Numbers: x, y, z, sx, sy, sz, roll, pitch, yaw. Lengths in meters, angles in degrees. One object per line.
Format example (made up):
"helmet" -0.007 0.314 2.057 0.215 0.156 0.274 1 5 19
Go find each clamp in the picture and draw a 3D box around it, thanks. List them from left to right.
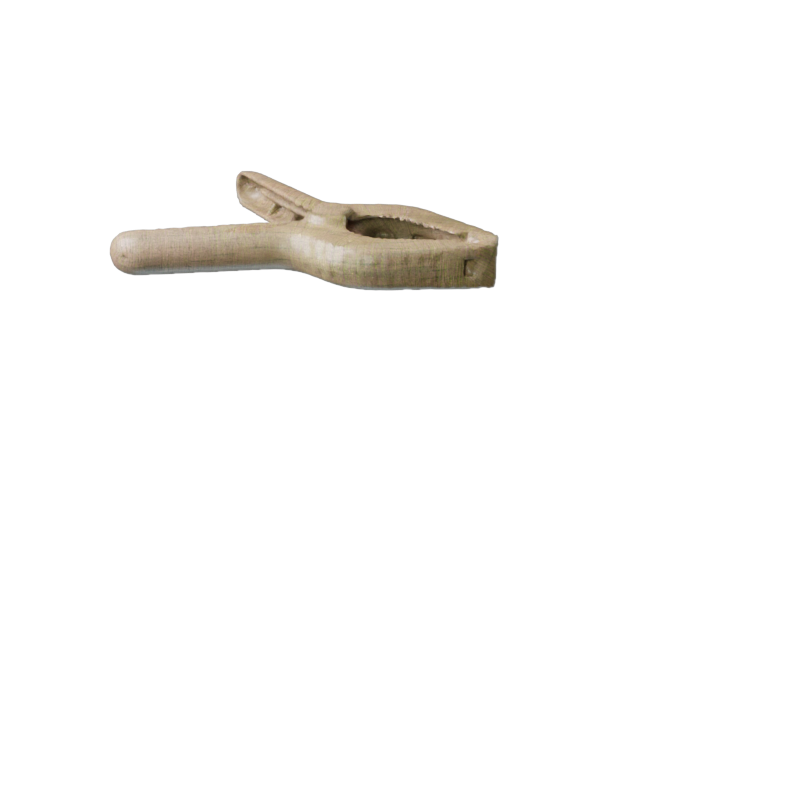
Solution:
"clamp" -0.050 -0.092 0.644 0.219 0.035 0.166 14 30 26
